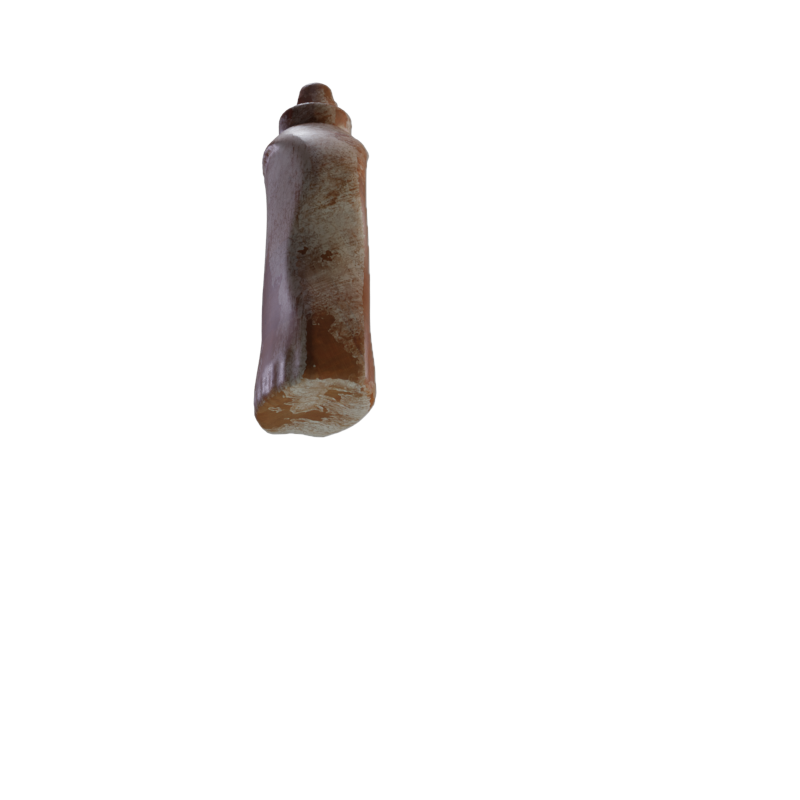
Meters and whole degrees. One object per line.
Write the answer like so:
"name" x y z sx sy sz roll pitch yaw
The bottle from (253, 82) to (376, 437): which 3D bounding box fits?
"bottle" -0.046 -0.084 0.589 0.057 0.202 0.093 4 -24 -14
